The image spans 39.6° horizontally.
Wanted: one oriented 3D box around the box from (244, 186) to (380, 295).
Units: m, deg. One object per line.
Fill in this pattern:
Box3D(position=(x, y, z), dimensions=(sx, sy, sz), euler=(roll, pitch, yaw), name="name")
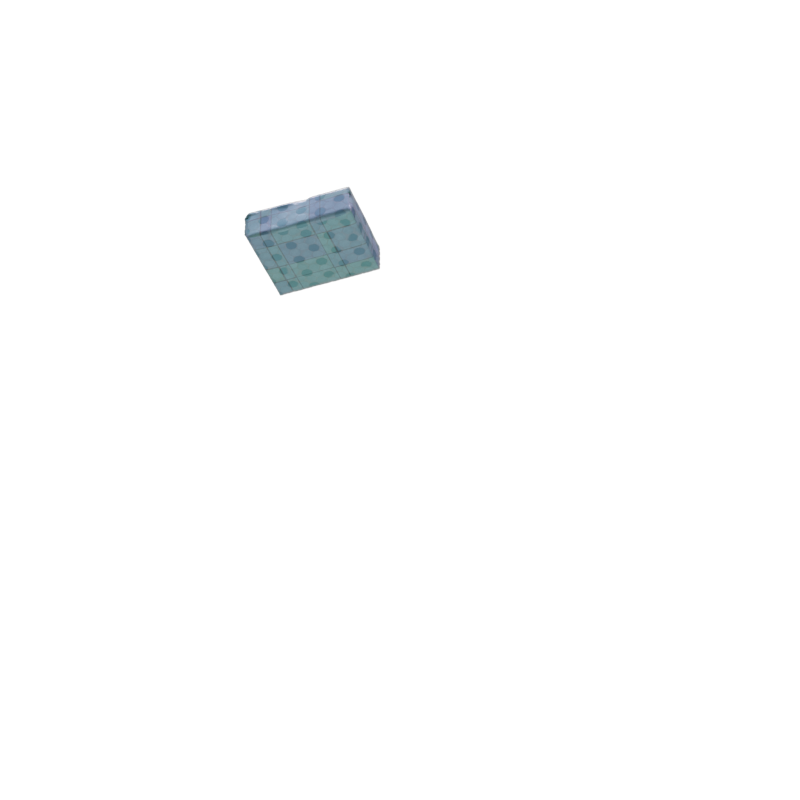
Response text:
Box3D(position=(-0.069, -0.125, 0.877), dimensions=(0.090, 0.032, 0.067), euler=(-13, -40, 15), name="box")
